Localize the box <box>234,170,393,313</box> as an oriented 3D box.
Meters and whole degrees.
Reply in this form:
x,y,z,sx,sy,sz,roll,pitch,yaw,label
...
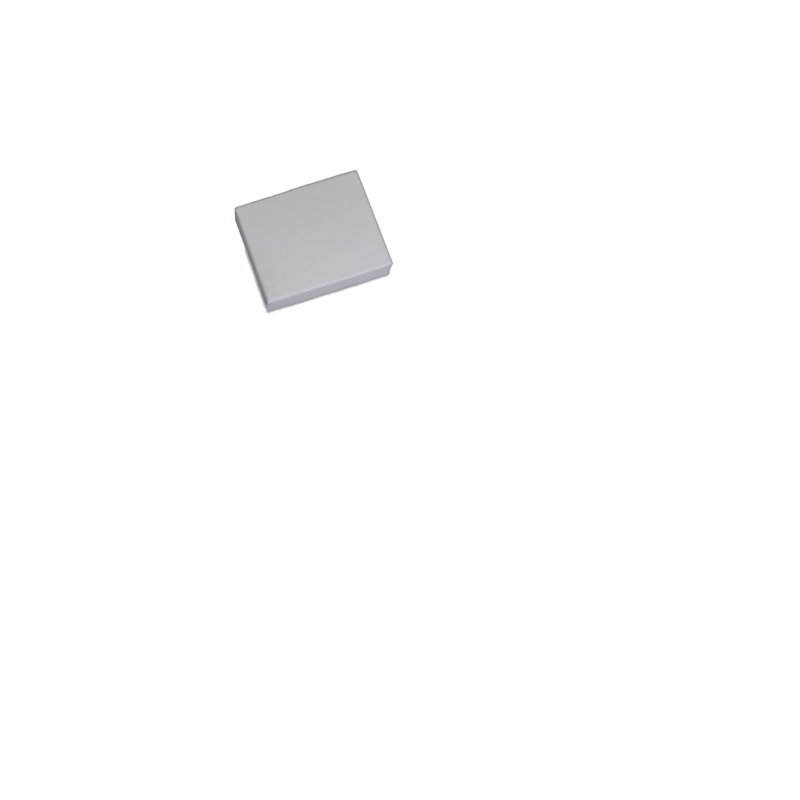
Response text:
x,y,z,sx,sy,sz,roll,pitch,yaw,label
-0.073,-0.134,0.936,0.113,0.094,0.037,-19,-17,-7,box
